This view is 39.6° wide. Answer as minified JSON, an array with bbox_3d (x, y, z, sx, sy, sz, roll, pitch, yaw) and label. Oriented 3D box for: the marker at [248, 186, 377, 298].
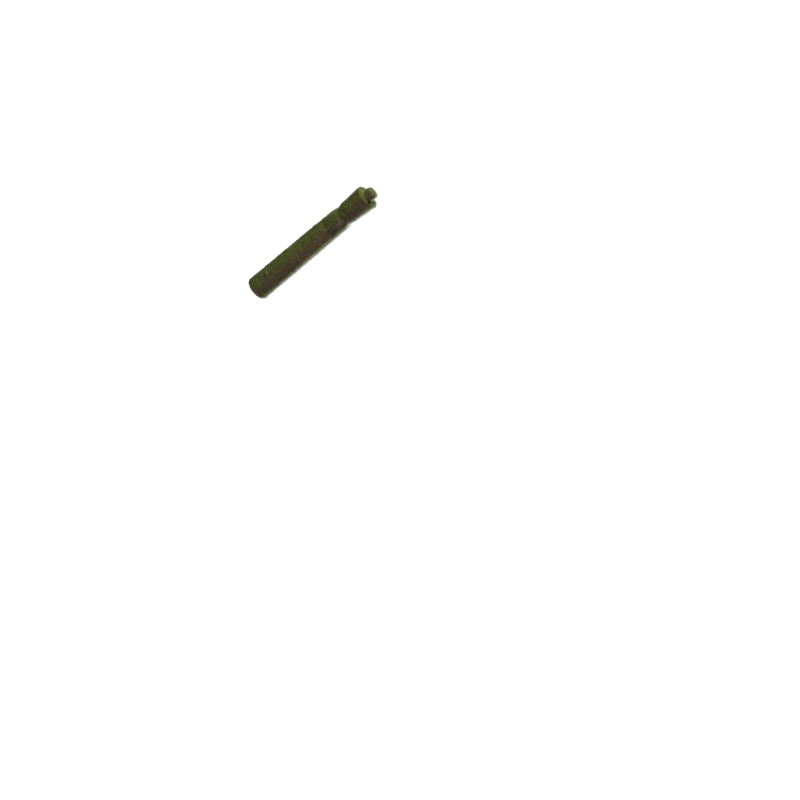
[{"bbox_3d":[-0.063,-0.115,0.803,0.120,0.021,0.019,-36,-14,25],"label":"marker"}]
